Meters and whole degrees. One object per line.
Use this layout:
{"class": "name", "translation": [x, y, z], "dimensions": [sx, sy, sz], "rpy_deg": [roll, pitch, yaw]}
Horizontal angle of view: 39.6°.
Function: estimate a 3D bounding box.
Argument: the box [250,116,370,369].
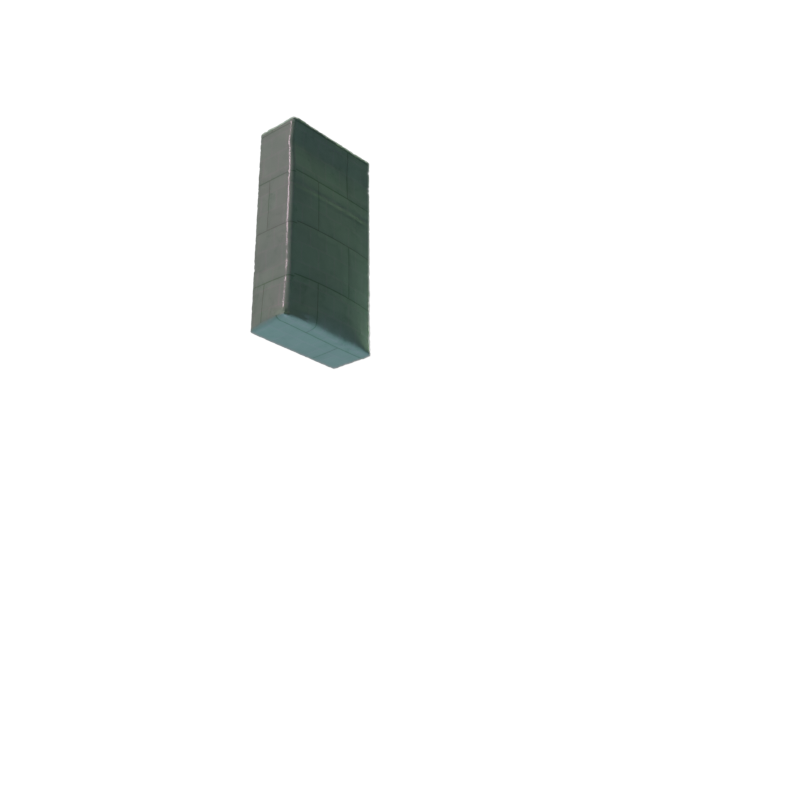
{"class": "box", "translation": [-0.068, -0.123, 0.861], "dimensions": [0.048, 0.188, 0.087], "rpy_deg": [-26, -37, 35]}
